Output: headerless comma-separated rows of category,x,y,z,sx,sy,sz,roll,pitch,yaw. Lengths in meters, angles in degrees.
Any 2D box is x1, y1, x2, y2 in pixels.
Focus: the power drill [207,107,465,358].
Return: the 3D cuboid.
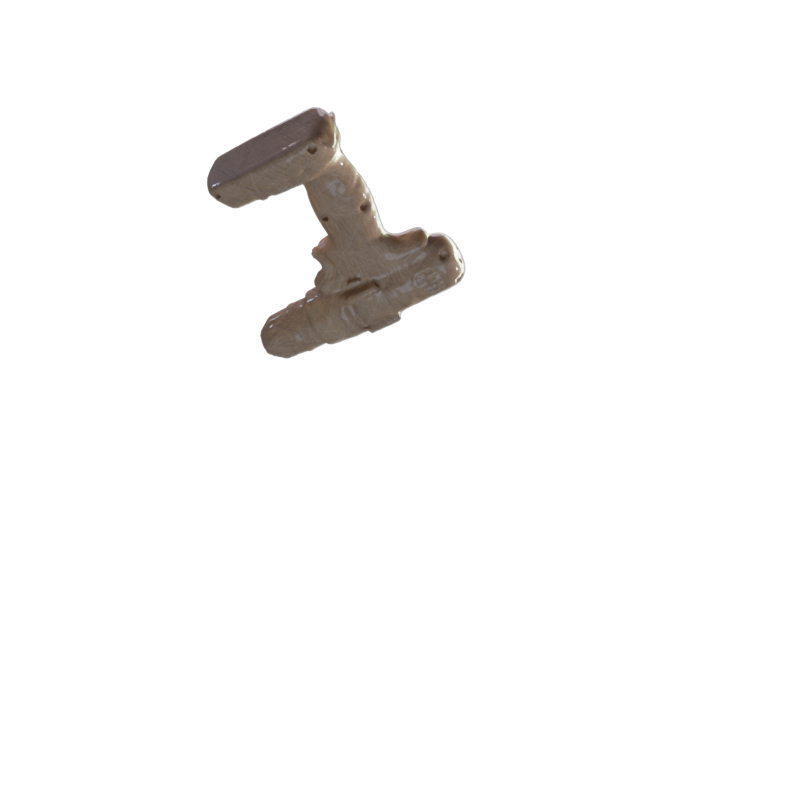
power drill,-0.068,-0.124,0.867,0.185,0.175,0.061,-25,35,19
